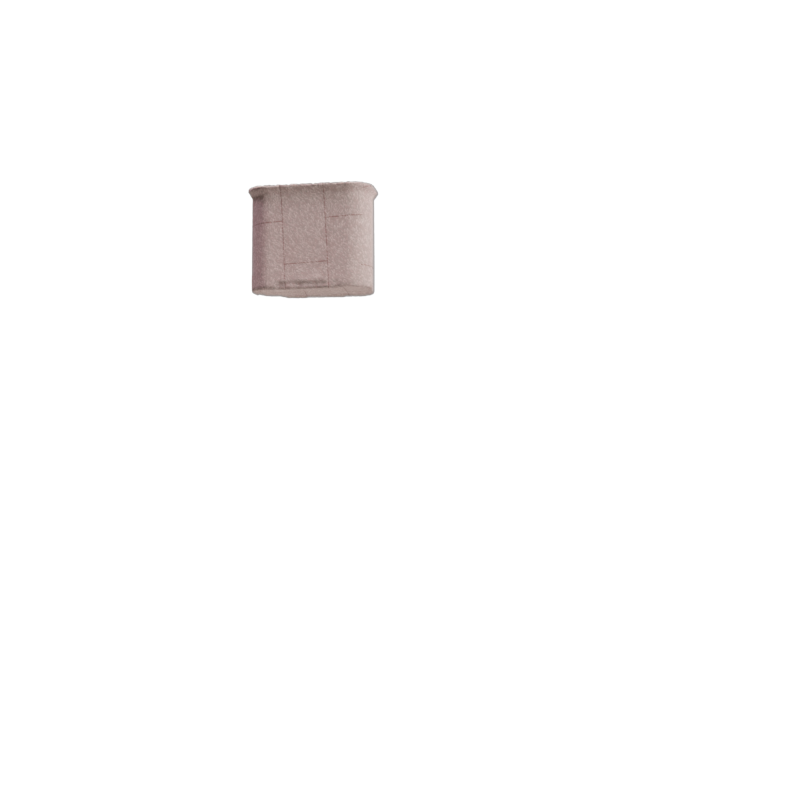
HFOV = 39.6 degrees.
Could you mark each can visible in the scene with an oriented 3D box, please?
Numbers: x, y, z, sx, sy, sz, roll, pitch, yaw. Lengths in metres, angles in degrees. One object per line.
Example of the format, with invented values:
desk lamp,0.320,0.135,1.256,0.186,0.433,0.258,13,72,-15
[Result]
can,-0.069,-0.126,0.885,0.103,0.086,0.055,-1,-8,10
